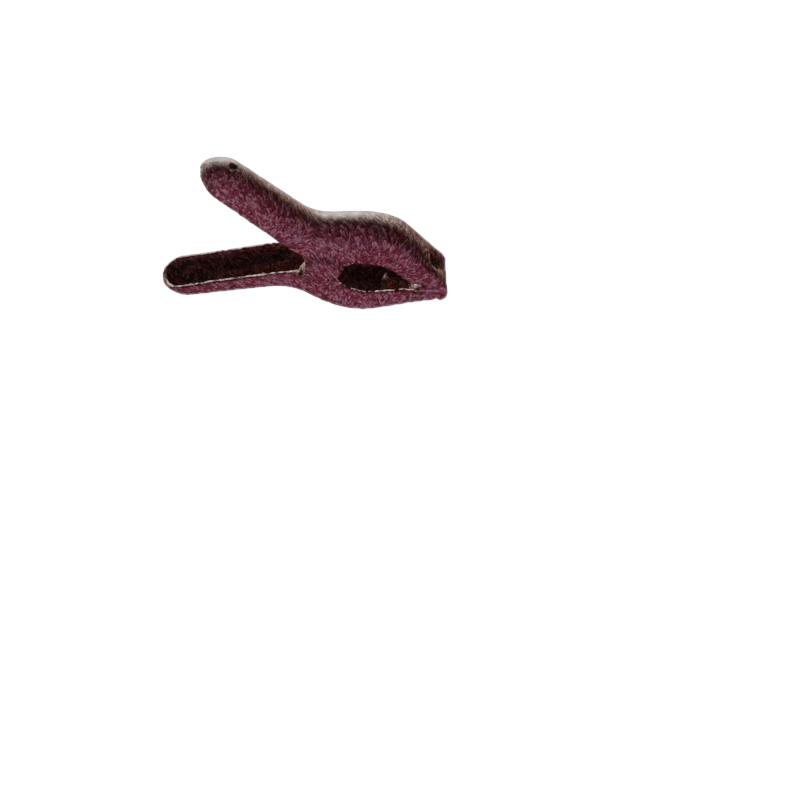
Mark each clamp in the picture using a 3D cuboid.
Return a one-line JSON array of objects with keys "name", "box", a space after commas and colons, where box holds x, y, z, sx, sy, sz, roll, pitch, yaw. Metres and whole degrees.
[{"name": "clamp", "box": [-0.051, -0.092, 0.648, 0.169, 0.041, 0.115, 4, -24, -9]}]
